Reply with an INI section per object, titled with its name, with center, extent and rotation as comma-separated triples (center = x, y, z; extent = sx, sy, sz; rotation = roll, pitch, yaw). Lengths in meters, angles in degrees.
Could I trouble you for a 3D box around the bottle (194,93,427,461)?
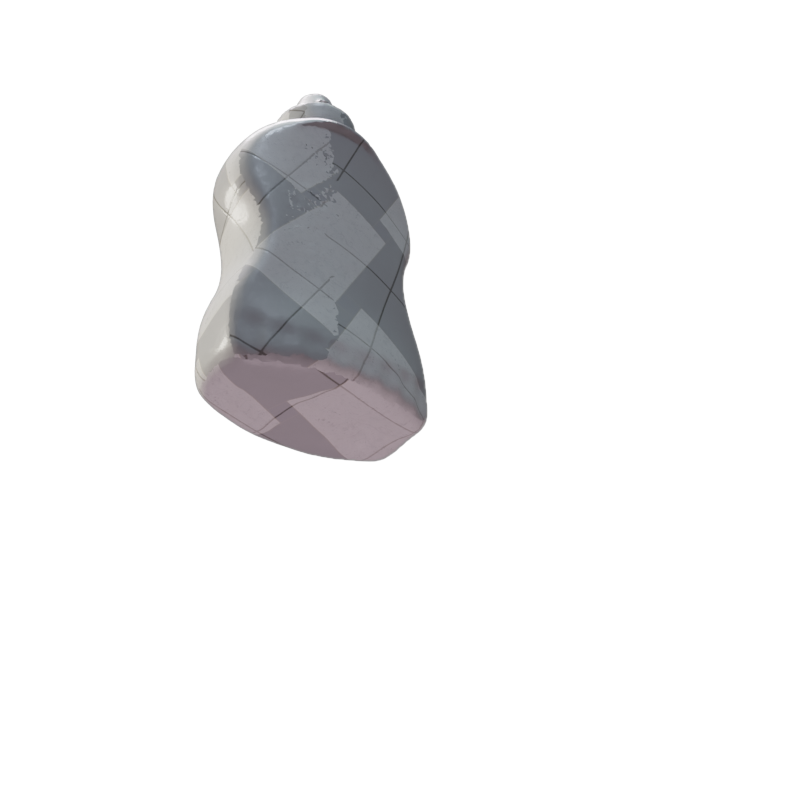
[bottle]
center = -0.039, -0.072, 0.502
extent = 0.092, 0.206, 0.057
rotation = 20, -46, -25
